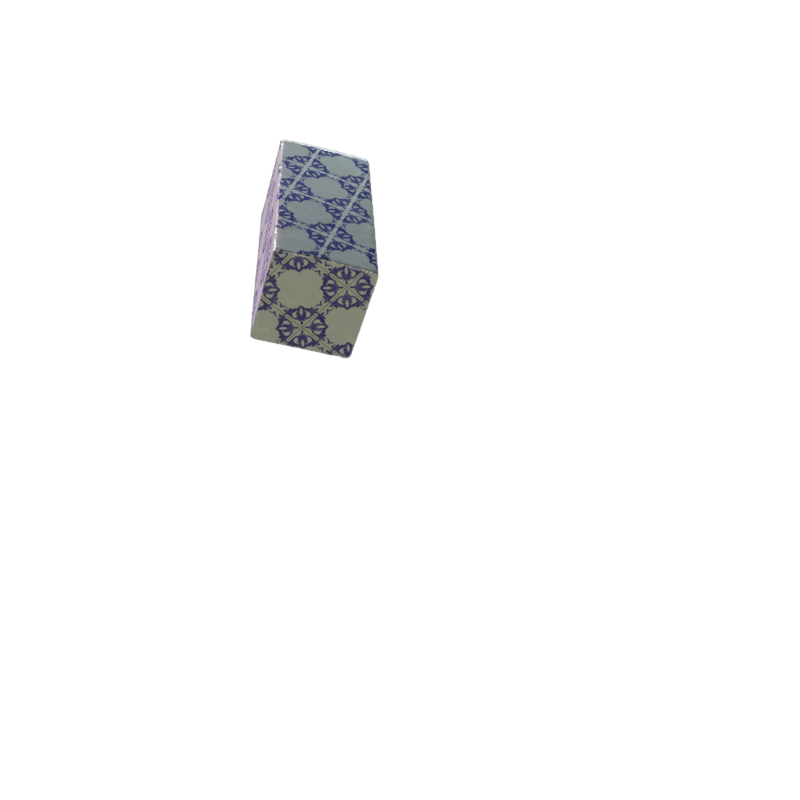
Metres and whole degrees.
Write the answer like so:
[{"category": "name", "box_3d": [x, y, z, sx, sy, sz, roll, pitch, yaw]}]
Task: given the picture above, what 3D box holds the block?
[{"category": "block", "box_3d": [-0.077, -0.142, 0.992, 0.089, 0.086, 0.220, 12, 34, -12]}]
